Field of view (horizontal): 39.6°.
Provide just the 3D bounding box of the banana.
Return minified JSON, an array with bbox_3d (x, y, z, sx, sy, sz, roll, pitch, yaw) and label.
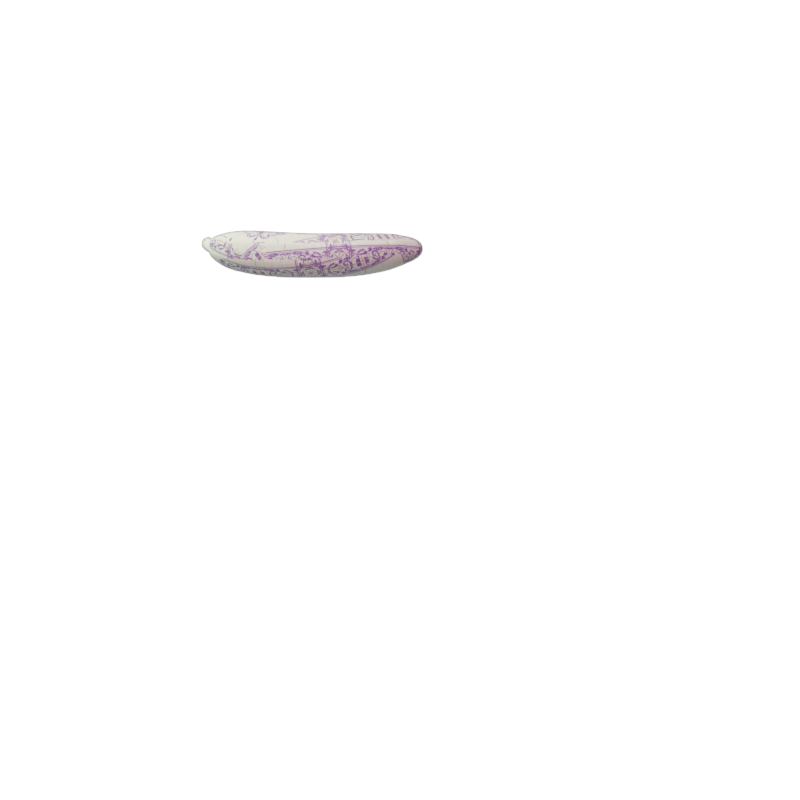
[{"bbox_3d":[-0.081,-0.130,0.953,0.200,0.035,0.073,4,28,7],"label":"banana"}]
